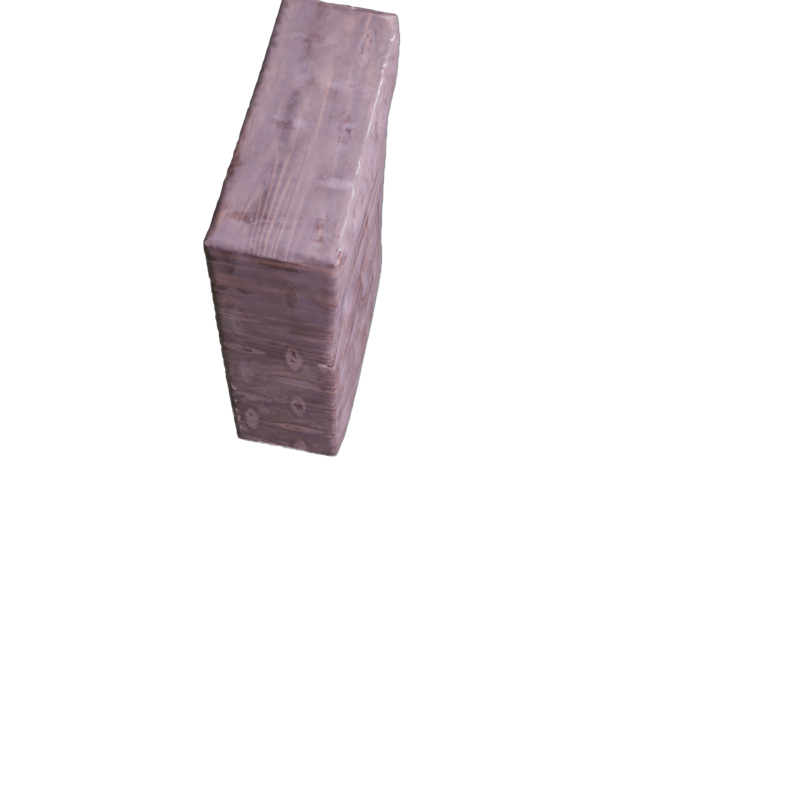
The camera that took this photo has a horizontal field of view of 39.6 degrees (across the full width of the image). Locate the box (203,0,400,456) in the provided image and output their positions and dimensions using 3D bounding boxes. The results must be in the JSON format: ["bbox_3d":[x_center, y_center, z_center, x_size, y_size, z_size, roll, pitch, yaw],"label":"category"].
[{"bbox_3d":[-0.048,-0.088,0.619,0.072,0.173,0.201,10,-29,1],"label":"box"}]
